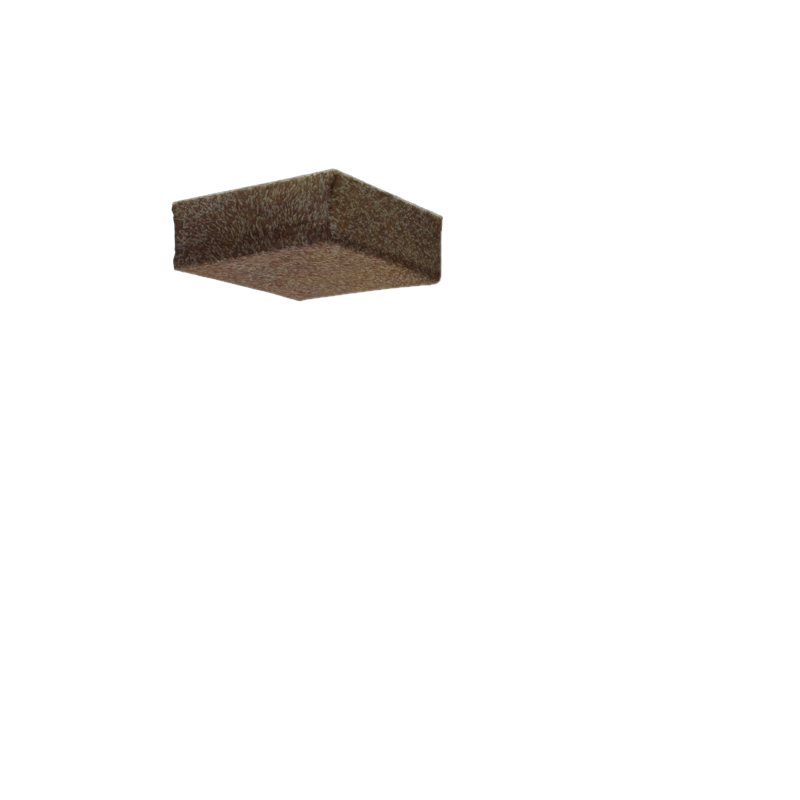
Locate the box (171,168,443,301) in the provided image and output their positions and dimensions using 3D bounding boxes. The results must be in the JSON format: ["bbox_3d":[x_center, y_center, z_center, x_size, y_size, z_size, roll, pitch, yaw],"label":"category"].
[{"bbox_3d":[-0.042,-0.077,0.538,0.092,0.040,0.108,-4,-8,29],"label":"box"}]
